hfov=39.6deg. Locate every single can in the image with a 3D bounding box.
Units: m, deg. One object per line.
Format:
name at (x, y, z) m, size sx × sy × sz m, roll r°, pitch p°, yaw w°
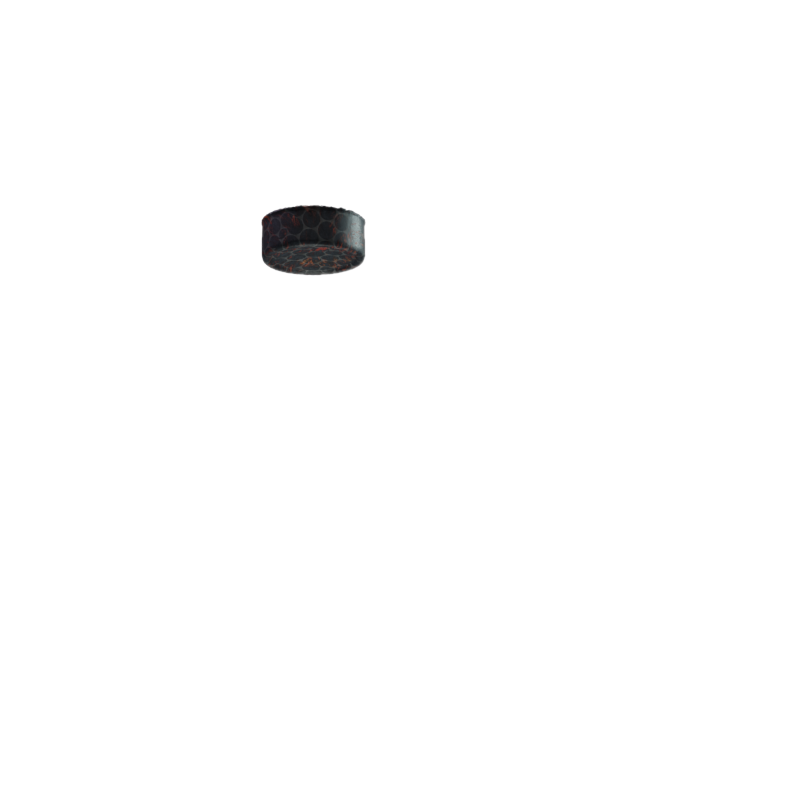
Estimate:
can at (-0.071, -0.130, 0.908) m, size 0.086 × 0.035 × 0.083 m, roll 0°, pitch -12°, yaw -2°
